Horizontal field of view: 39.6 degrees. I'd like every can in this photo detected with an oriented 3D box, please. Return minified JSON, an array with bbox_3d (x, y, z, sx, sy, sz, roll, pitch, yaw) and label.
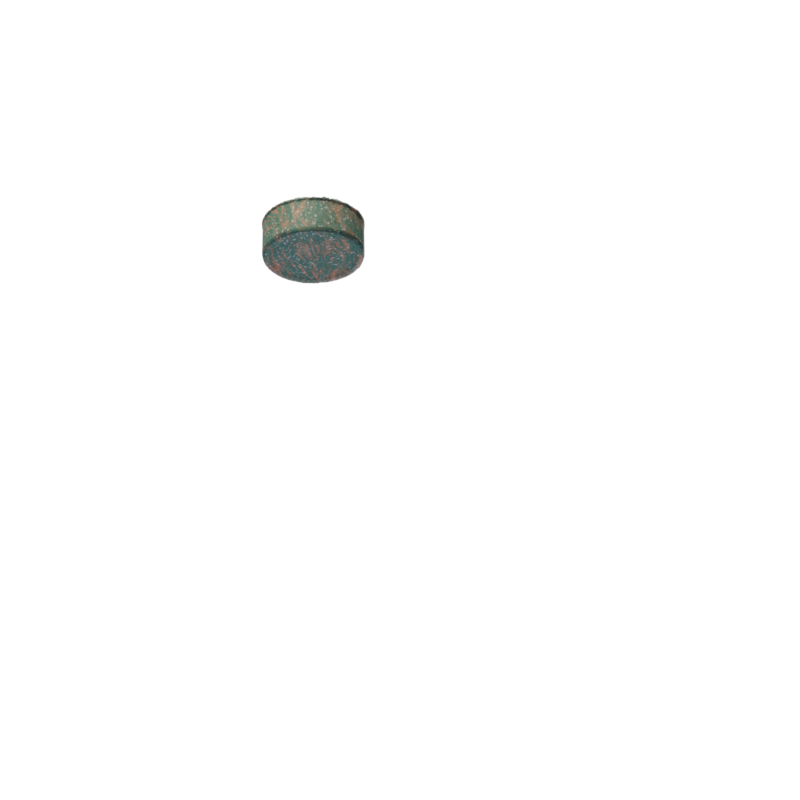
[{"bbox_3d":[-0.072,-0.131,0.915,0.086,0.036,0.081,1,-26,-2],"label":"can"}]
